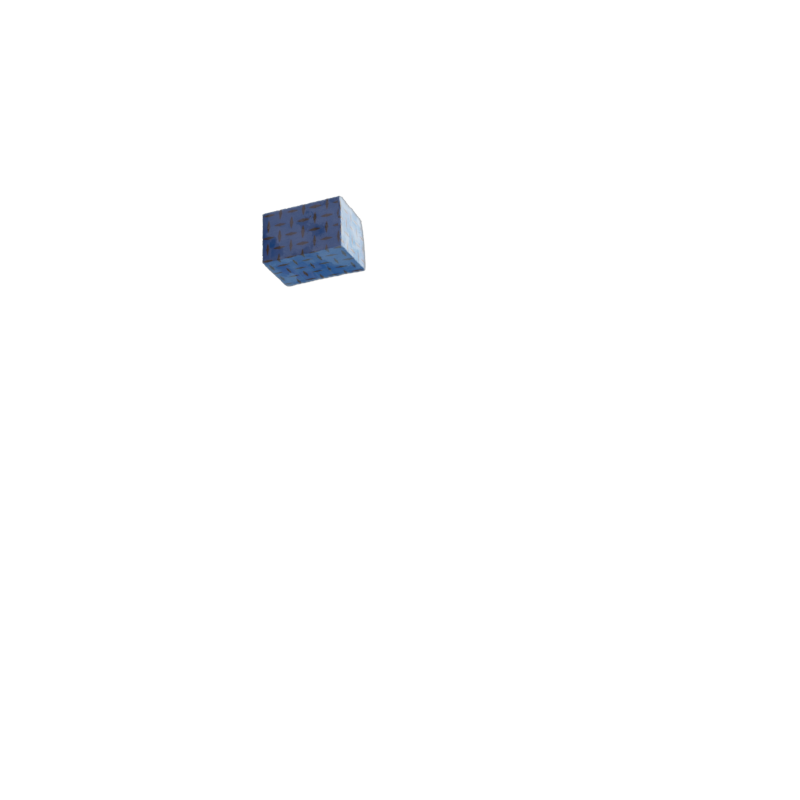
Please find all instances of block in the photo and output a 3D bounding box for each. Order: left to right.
[{"bbox_3d":[-0.076,-0.139,0.970,0.079,0.054,0.049,-10,-26,20],"label":"block"}]
